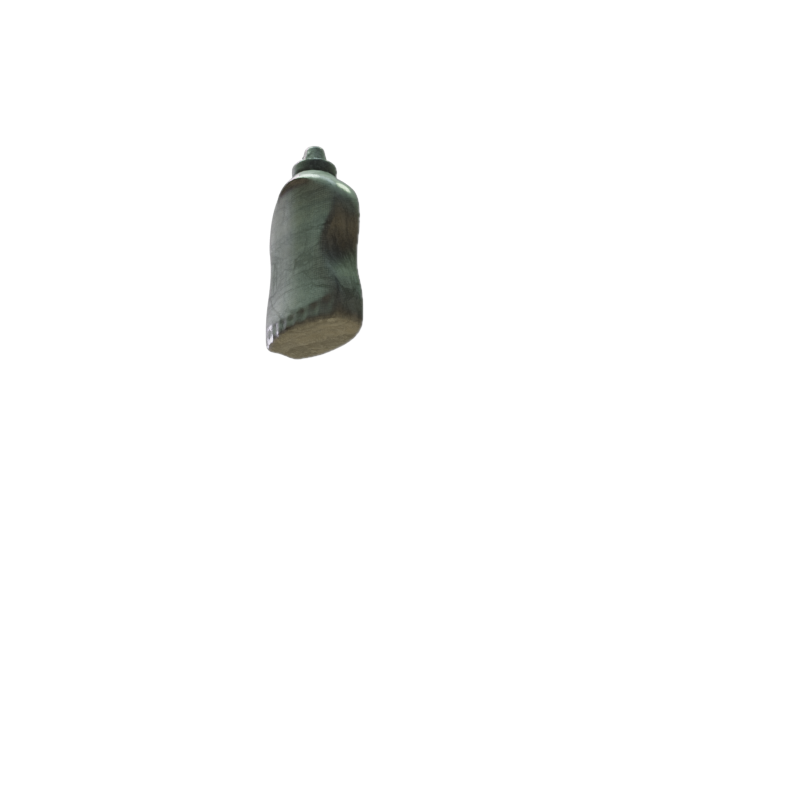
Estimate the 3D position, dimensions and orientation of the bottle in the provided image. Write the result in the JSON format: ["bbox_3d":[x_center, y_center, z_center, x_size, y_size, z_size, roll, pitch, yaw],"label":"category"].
[{"bbox_3d":[-0.076,-0.138,0.970,0.055,0.203,0.096,20,-33,-36],"label":"bottle"}]
